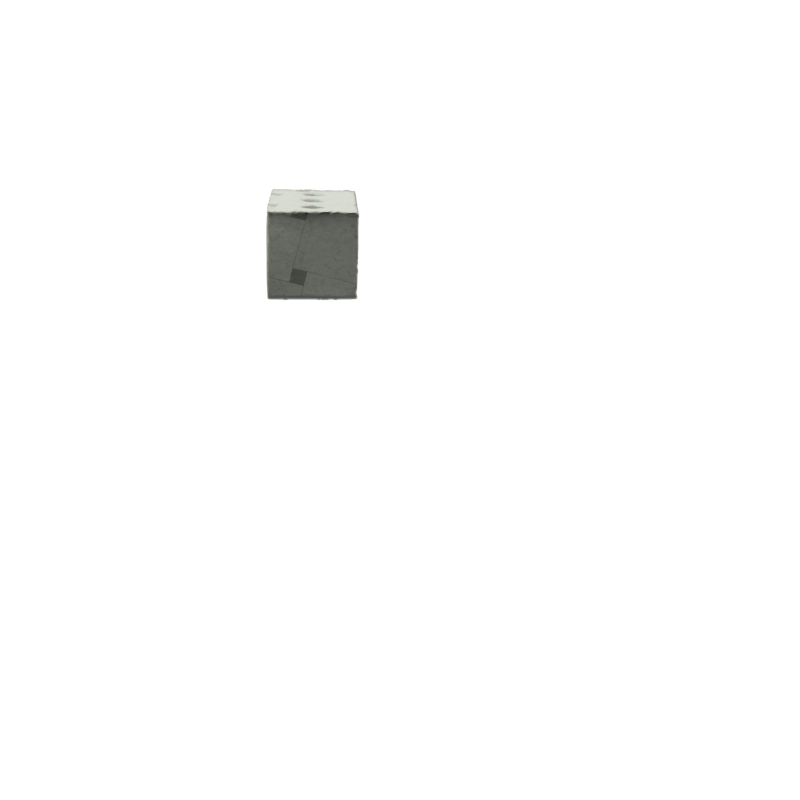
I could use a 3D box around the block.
[{"bbox_3d":[-0.051,-0.093,0.649,0.053,0.049,0.081,0,17,-3],"label":"block"}]
